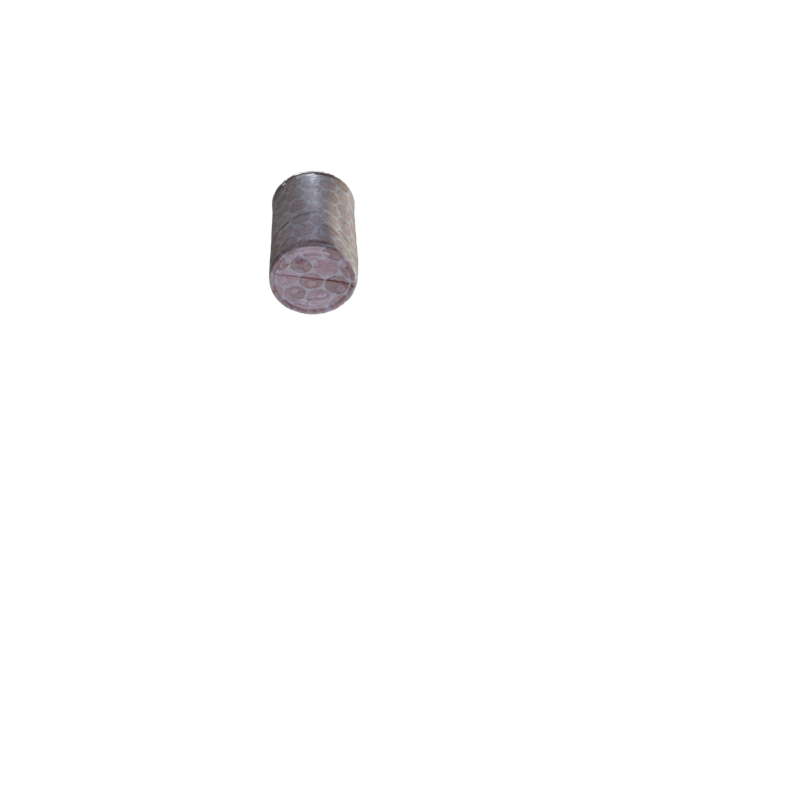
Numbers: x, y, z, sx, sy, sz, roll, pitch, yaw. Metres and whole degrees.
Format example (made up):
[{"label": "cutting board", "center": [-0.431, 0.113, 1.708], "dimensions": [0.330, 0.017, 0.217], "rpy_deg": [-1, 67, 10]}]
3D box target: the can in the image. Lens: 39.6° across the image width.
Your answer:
[{"label": "can", "center": [-0.068, -0.124, 0.866], "dimensions": [0.068, 0.064, 0.110], "rpy_deg": [-1, 40, -3]}]
